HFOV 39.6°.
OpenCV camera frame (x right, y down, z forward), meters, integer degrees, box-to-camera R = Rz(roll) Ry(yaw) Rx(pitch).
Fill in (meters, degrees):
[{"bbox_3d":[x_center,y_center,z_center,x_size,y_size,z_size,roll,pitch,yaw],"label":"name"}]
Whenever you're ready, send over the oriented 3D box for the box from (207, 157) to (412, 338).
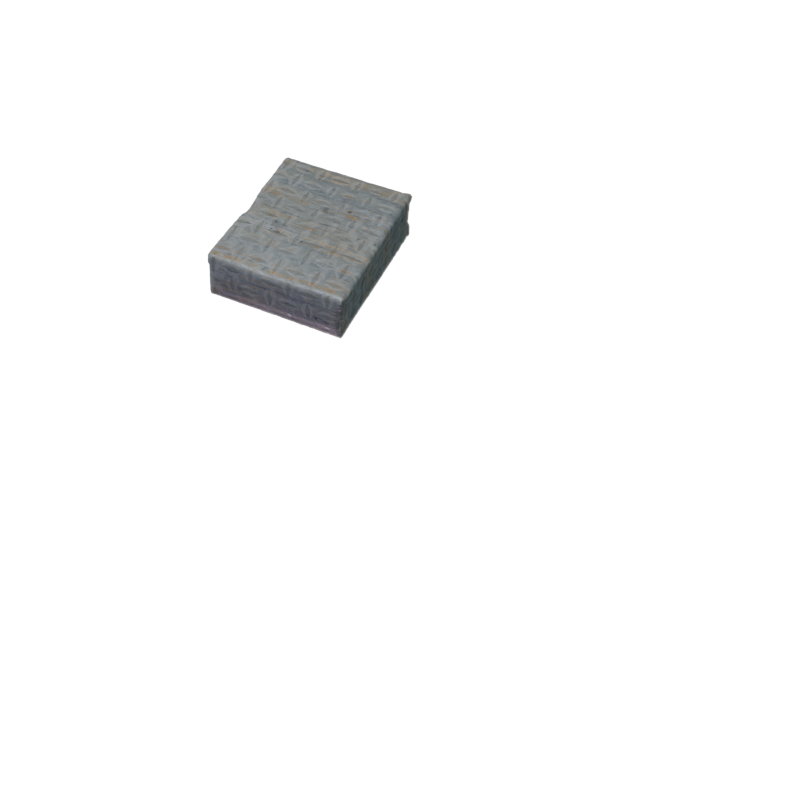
[{"bbox_3d":[-0.044,-0.080,0.559,0.076,0.028,0.093,18,49,16],"label":"box"}]
